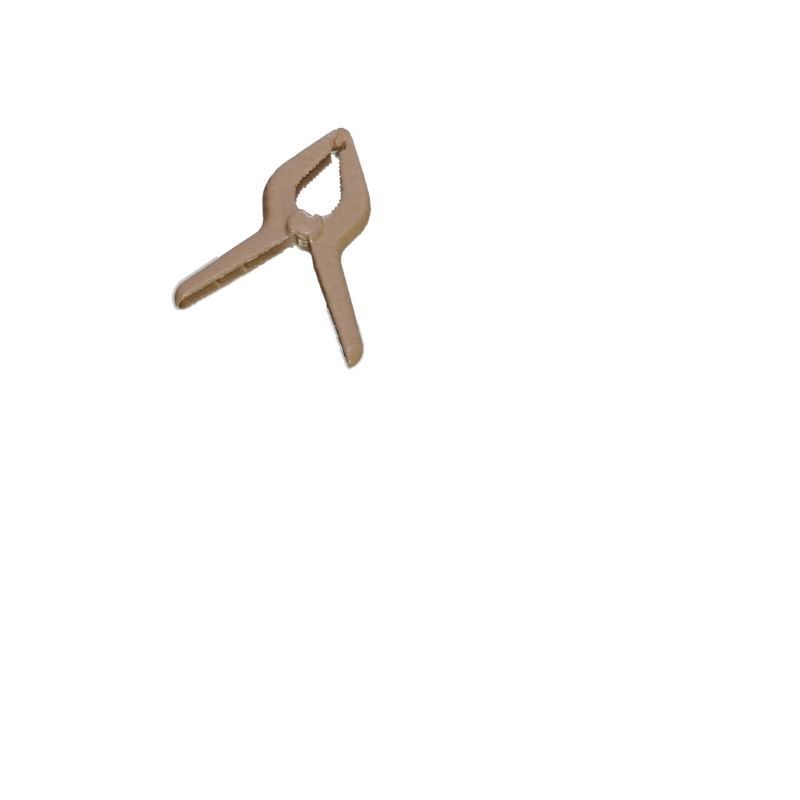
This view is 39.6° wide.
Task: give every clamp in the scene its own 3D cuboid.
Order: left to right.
[{"bbox_3d":[-0.074,-0.135,0.945,0.168,0.216,0.035,24,-21,9],"label":"clamp"}]
